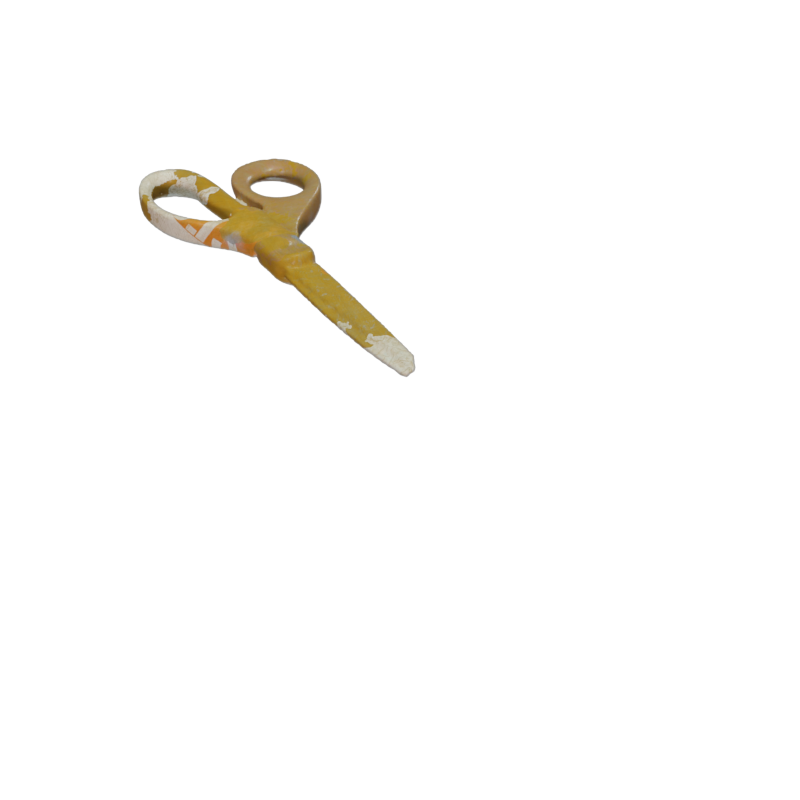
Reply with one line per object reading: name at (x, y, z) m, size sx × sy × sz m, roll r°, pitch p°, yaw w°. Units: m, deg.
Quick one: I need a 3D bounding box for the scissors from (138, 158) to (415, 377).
scissors at (-0.039, -0.071, 0.495) m, size 0.096 × 0.015 × 0.215 m, roll -28°, pitch 42°, yaw -36°
